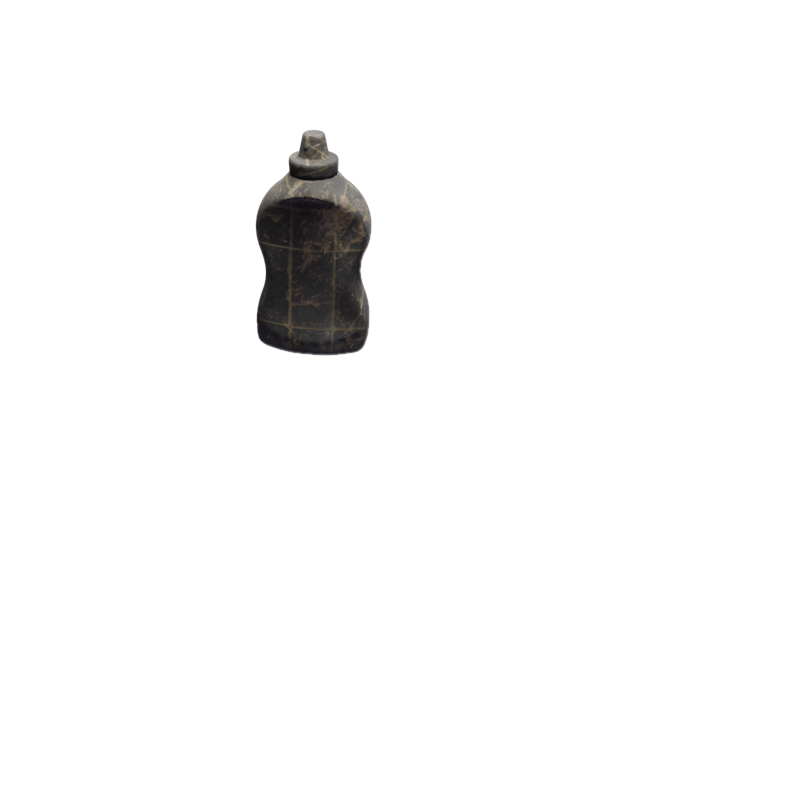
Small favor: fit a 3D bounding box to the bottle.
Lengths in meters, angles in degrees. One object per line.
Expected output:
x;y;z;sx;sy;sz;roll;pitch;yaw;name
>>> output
-0.073;-0.133;0.932;0.097;0.181;0.061;6;27;9;bottle
